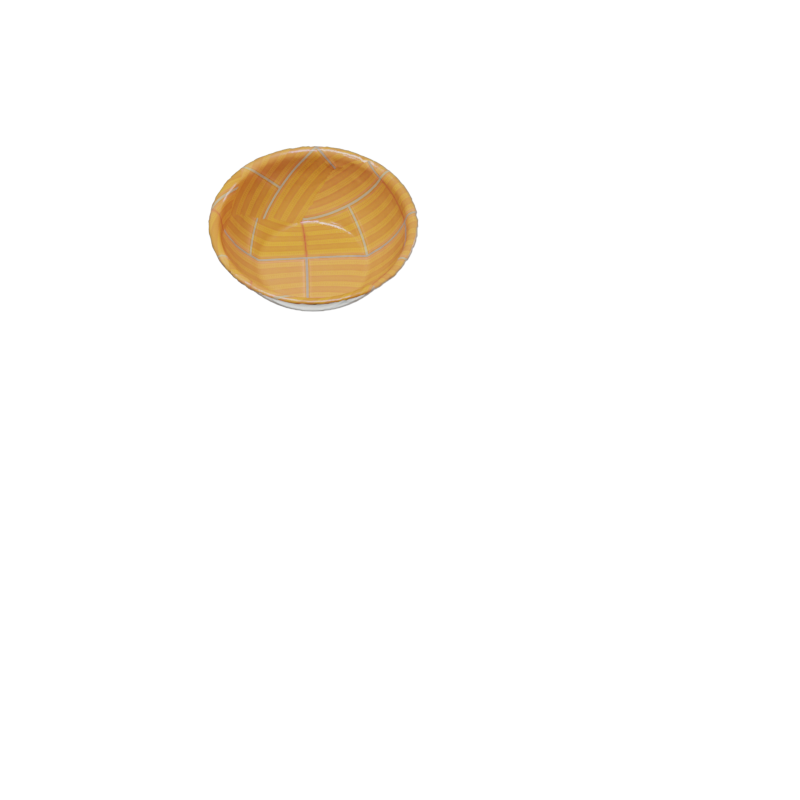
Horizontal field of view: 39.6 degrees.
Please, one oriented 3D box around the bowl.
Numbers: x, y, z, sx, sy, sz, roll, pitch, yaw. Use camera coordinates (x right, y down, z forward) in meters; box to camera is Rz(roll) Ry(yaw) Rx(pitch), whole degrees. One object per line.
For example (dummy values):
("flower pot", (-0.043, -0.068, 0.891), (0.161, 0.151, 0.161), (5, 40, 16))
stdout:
("bowl", (-0.068, -0.125, 0.873), (0.162, 0.174, 0.051), (-1, -37, -1))
